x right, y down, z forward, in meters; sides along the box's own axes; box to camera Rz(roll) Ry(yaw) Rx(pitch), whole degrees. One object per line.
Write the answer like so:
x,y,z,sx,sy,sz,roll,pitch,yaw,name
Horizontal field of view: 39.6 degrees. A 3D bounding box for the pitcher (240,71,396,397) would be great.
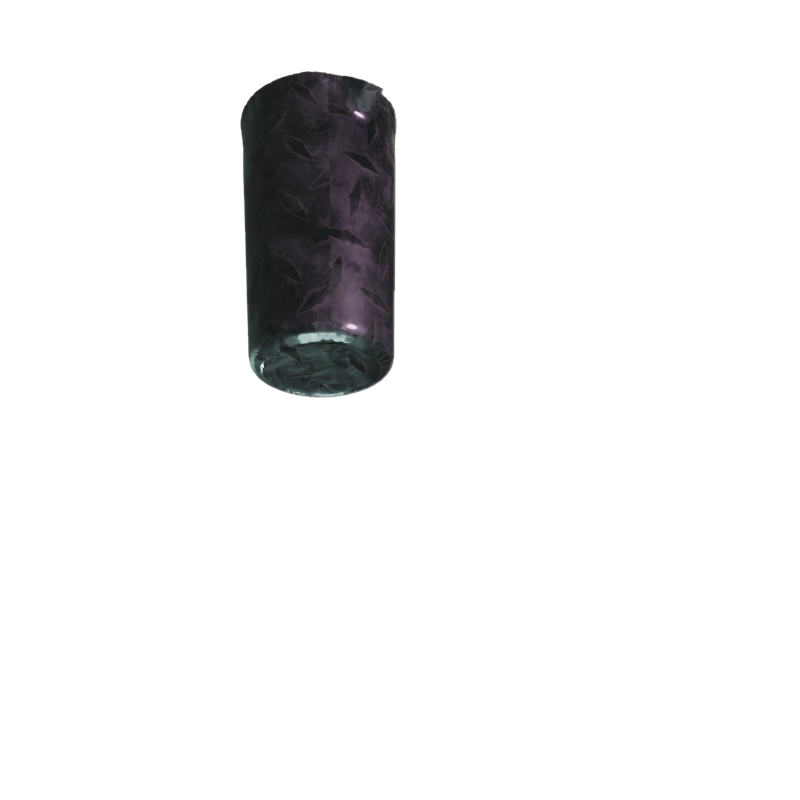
-0.069,-0.127,0.887,0.146,0.259,0.138,-7,-31,7,pitcher
